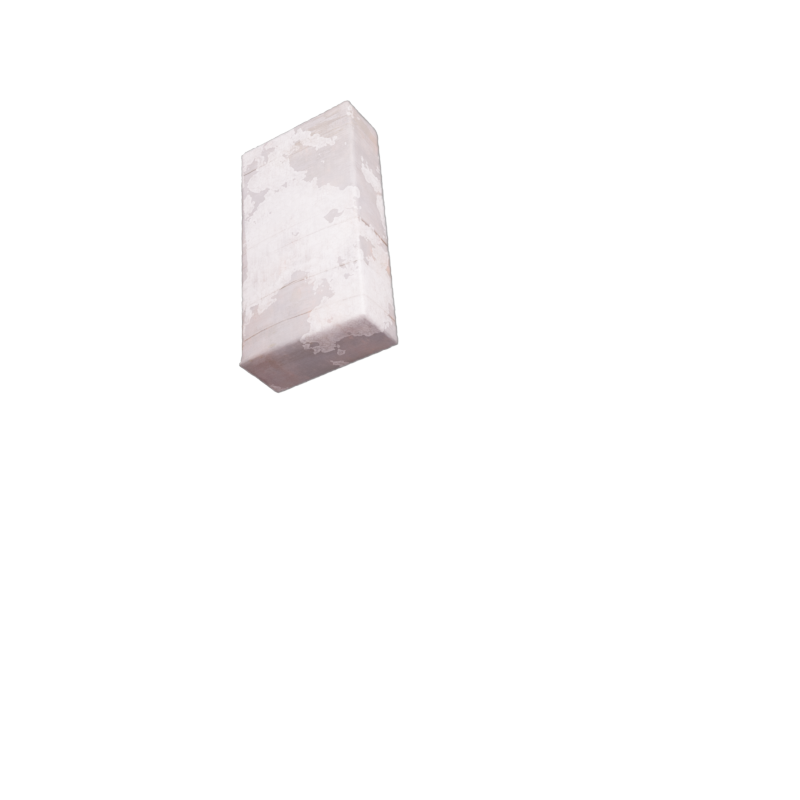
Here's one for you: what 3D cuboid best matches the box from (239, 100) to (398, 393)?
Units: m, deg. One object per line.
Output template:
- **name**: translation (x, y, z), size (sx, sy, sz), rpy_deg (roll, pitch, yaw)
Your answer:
- **box**: translation (-0.055, -0.101, 0.710), size (0.094, 0.189, 0.044), rpy_deg (-22, -41, 24)
